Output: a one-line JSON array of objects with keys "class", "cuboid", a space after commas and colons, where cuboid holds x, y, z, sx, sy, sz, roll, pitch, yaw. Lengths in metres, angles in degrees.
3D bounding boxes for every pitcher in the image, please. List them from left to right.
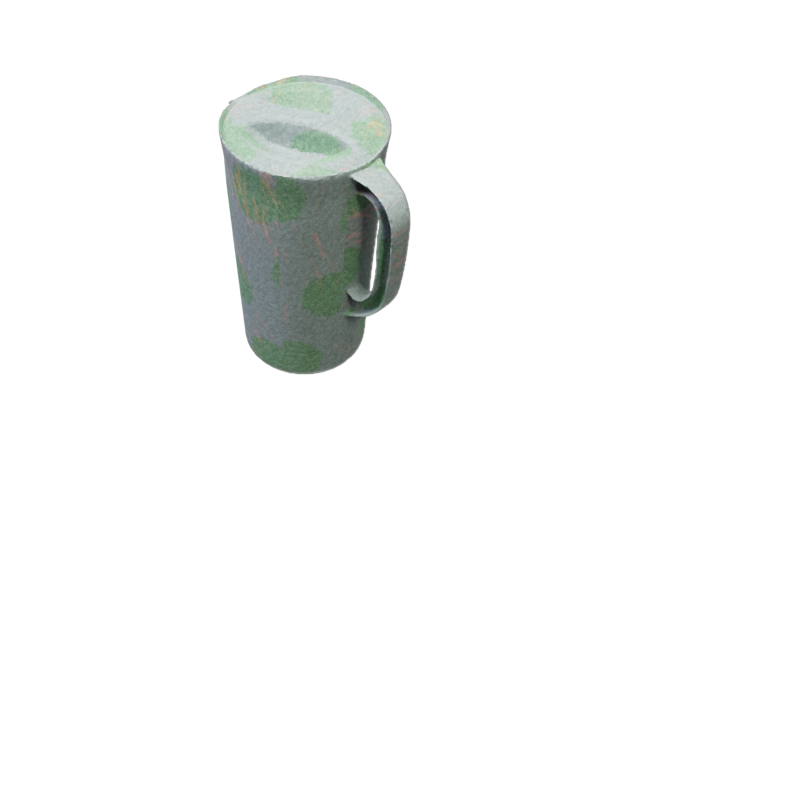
[{"class": "pitcher", "cuboid": [-0.072, -0.131, 0.918, 0.145, 0.160, 0.226, 0, -44, -3]}]
